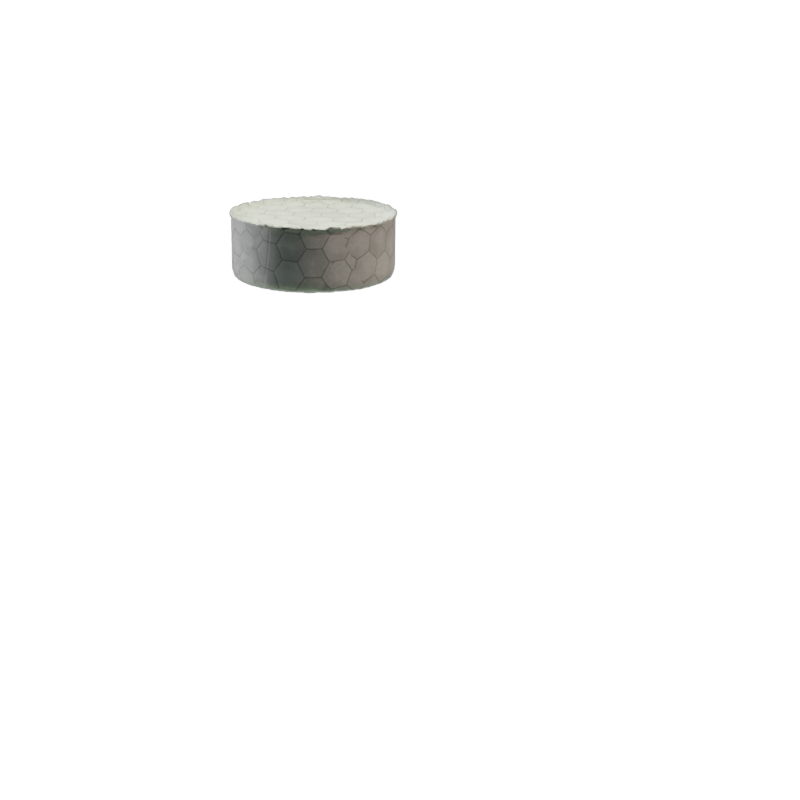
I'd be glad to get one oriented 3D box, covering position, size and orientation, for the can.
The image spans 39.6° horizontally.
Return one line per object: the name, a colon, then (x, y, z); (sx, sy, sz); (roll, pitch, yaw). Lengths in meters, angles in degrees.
can: (-0.045, -0.081, 0.571); (0.086, 0.032, 0.089); (-1, 19, -2)
